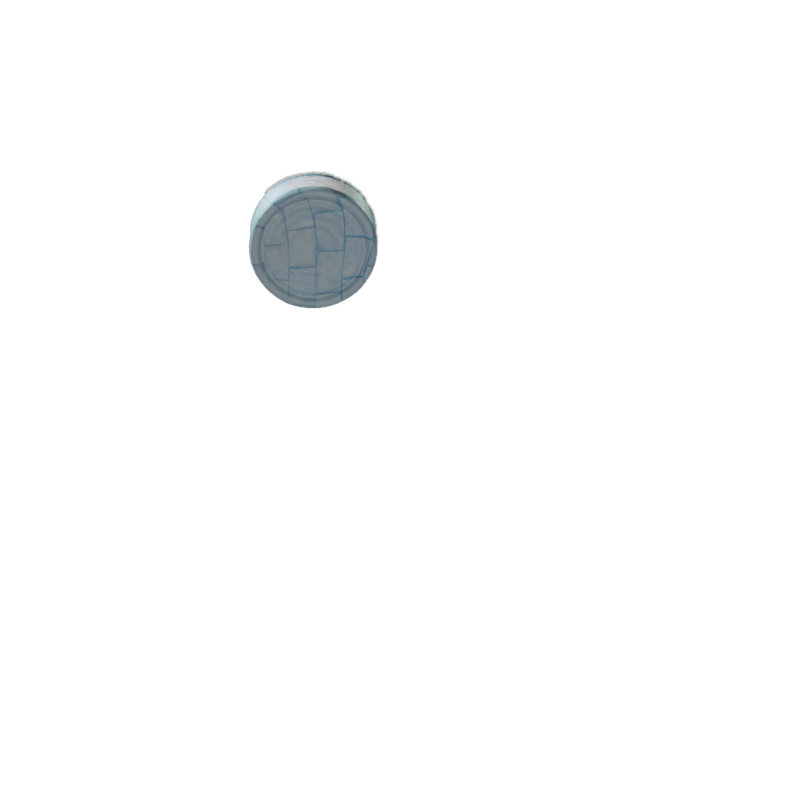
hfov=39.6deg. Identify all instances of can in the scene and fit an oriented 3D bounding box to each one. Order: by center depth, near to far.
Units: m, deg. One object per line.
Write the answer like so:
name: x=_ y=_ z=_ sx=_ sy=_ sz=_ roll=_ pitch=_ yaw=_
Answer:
can: x=-0.057 y=-0.105 z=0.734 sx=0.086 sy=0.082 sz=0.035 roll=0 pitch=22 yaw=-1
